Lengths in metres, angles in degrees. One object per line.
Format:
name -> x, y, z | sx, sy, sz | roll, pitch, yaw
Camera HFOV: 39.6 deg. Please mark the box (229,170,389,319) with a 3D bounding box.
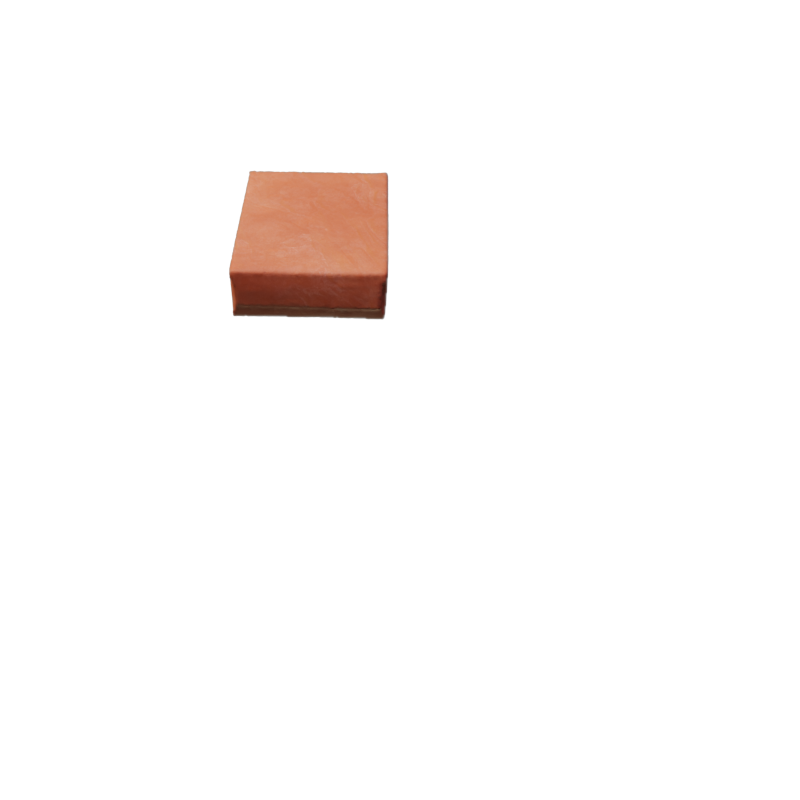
box -> -0.052, -0.096, 0.671 | 0.090, 0.036, 0.121 | 1, 38, 0
